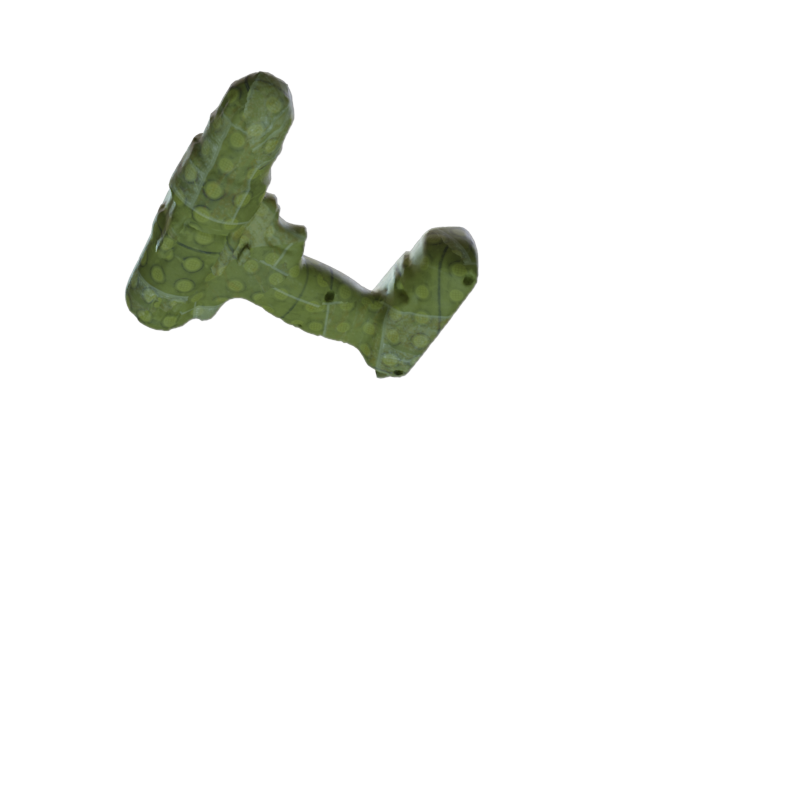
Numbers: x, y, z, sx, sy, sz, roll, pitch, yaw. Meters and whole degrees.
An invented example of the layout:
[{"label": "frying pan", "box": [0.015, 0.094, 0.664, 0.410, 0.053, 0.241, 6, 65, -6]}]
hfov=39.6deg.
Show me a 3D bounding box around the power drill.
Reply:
[{"label": "power drill", "box": [-0.052, -0.094, 0.659, 0.181, 0.062, 0.178, 20, -49, -19]}]
